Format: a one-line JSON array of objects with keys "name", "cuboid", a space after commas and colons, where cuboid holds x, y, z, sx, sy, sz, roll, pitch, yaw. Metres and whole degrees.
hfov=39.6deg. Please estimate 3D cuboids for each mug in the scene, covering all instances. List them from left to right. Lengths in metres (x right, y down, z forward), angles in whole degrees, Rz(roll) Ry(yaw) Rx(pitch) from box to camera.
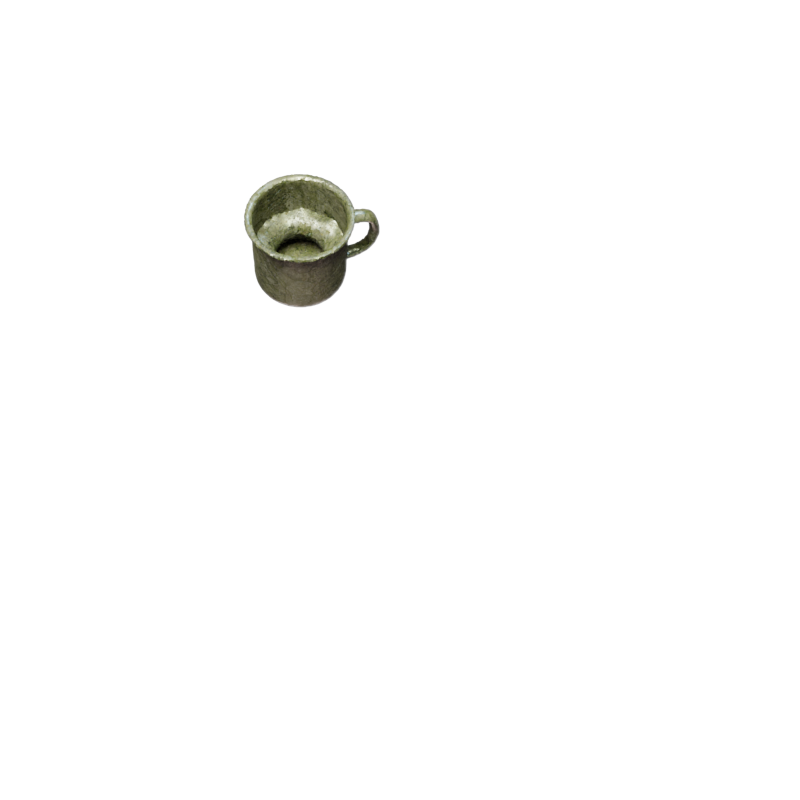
[{"name": "mug", "cuboid": [-0.075, -0.137, 0.958, 0.116, 0.100, 0.076, -15, -31, -11]}]
